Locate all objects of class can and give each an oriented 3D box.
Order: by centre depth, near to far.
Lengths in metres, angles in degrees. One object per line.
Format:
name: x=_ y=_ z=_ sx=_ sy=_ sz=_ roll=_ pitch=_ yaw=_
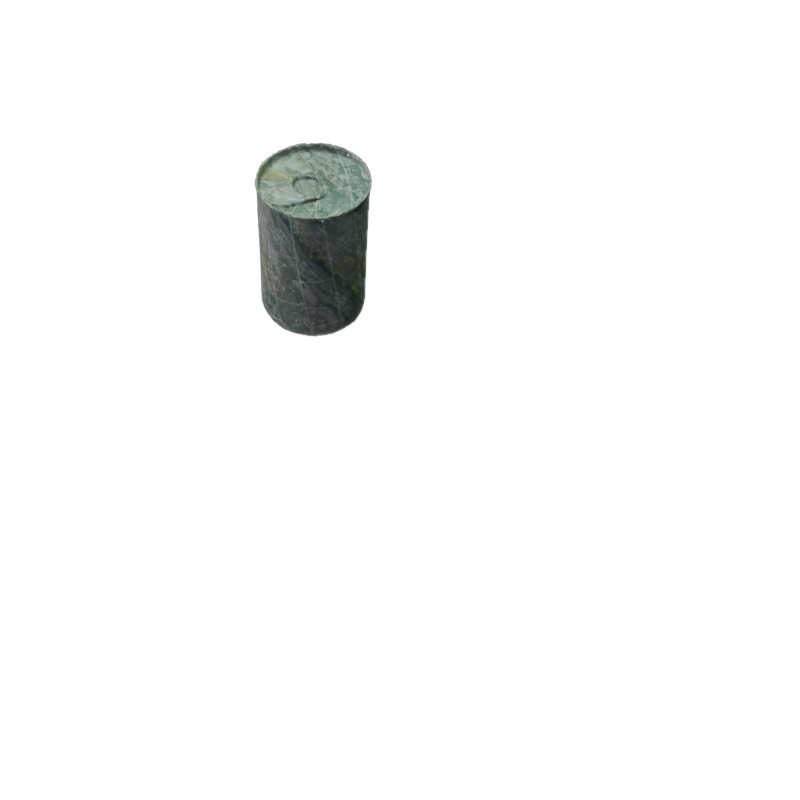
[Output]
can: x=-0.053 y=-0.097 z=0.678 sx=0.068 sy=0.074 sz=0.095 roll=0 pitch=-42 yaw=-3
